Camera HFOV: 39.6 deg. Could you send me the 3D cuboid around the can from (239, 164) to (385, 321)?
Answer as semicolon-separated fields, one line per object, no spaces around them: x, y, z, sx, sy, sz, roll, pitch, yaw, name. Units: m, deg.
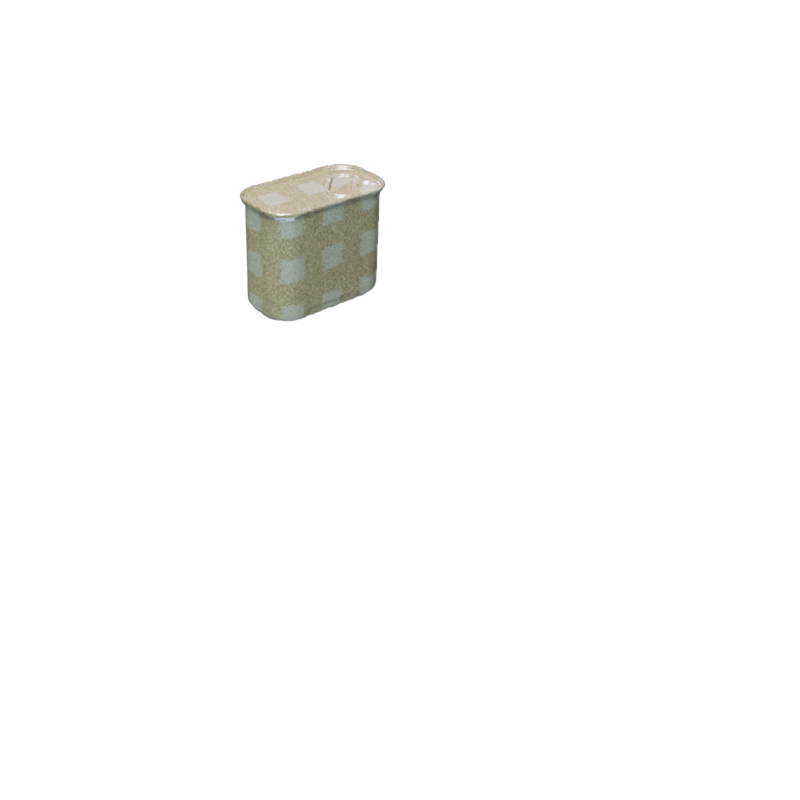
-0.061;-0.112;0.784;0.101;0.079;0.062;-22;36;-34;can
